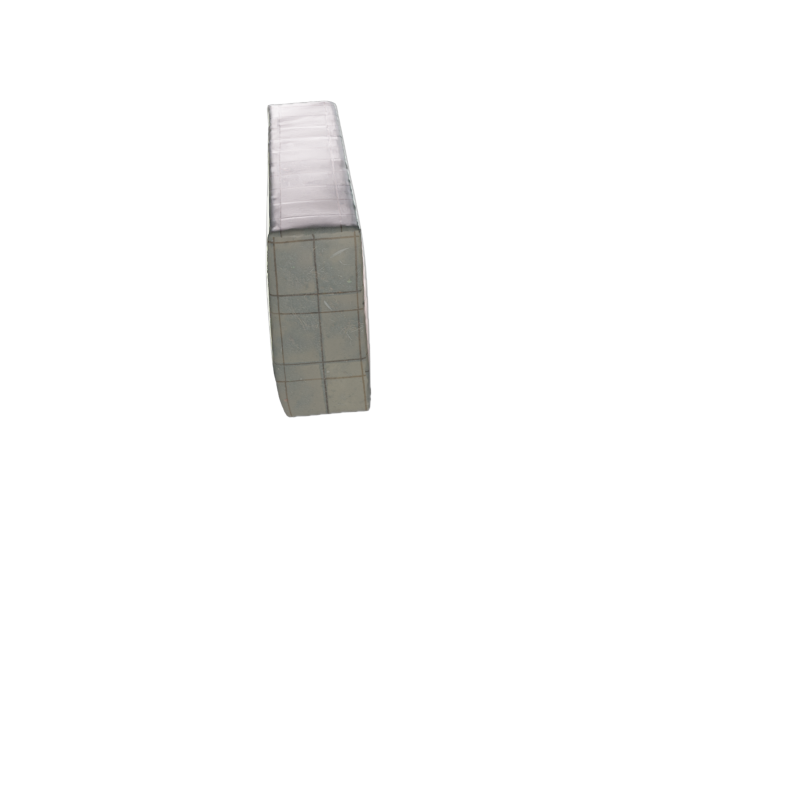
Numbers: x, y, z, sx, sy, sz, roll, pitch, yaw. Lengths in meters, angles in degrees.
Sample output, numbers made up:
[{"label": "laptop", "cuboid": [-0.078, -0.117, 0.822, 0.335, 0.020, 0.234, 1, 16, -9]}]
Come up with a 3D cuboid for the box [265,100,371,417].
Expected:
[{"label": "box", "cuboid": [-0.043, -0.079, 0.550, 0.048, 0.088, 0.187, -3, 31, -2]}]
